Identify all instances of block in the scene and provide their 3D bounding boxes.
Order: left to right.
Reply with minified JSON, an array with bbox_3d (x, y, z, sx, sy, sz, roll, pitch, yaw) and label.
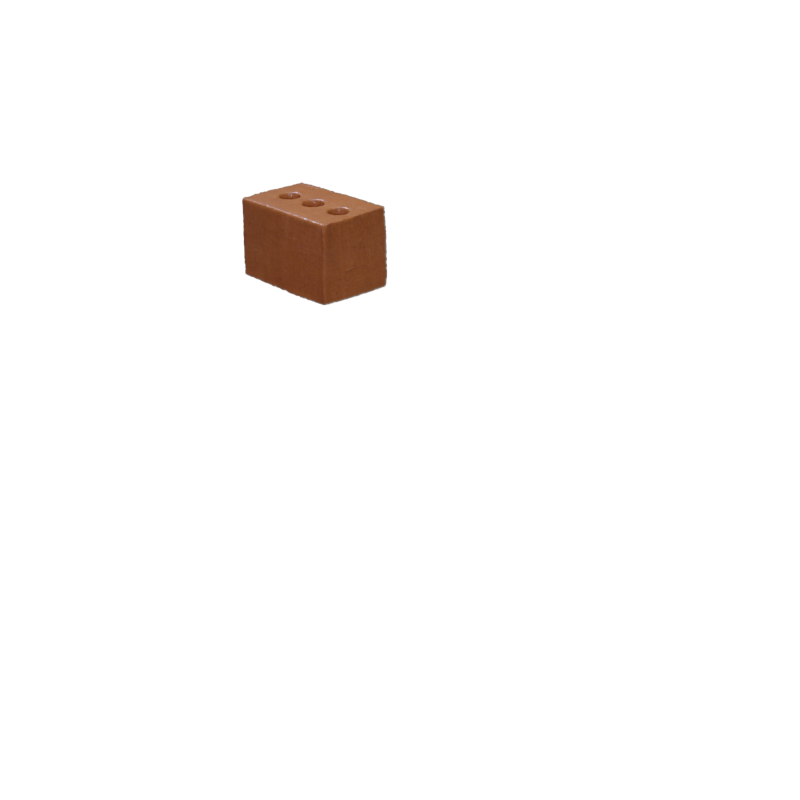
[{"bbox_3d":[-0.053,-0.097,0.680,0.052,0.049,0.083,-20,31,-41],"label":"block"}]
